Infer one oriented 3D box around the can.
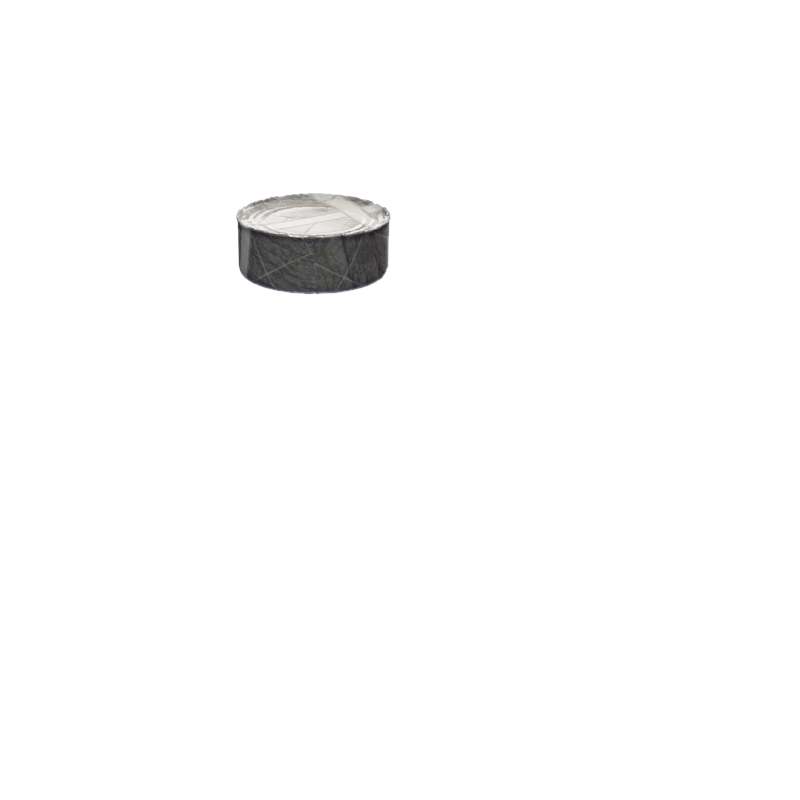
[{"bbox_3d":[-0.049,-0.089,0.621,0.086,0.032,0.090,-1,24,-2],"label":"can"}]
